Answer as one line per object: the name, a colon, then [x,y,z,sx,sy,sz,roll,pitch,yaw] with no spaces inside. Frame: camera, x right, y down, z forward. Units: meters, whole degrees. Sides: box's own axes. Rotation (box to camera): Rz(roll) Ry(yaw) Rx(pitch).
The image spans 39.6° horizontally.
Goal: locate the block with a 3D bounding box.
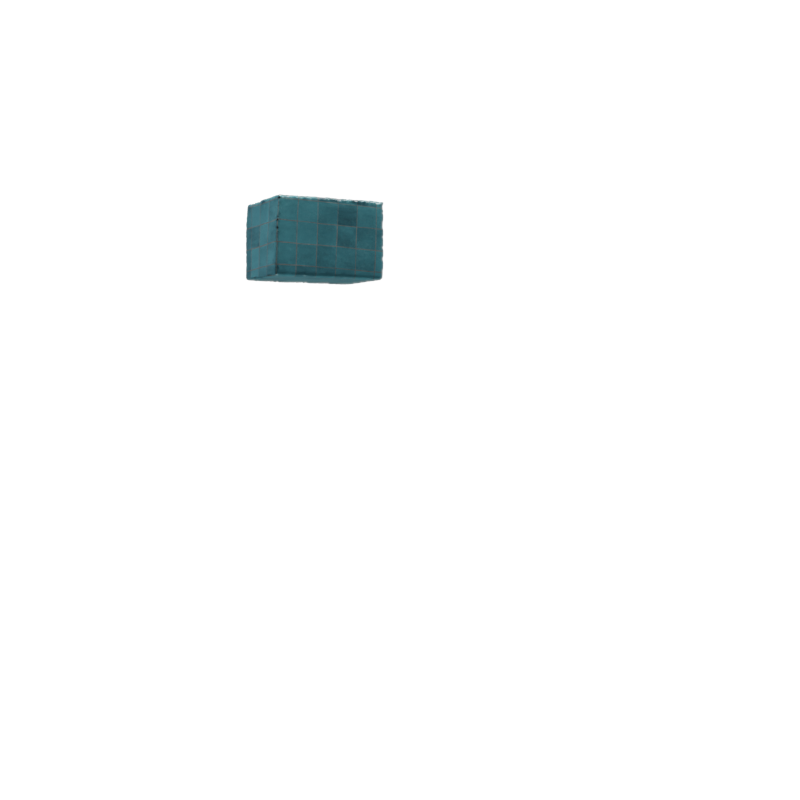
block: [-0.057,-0.104,0.726,0.075,0.052,0.054,0,-2,-28]
